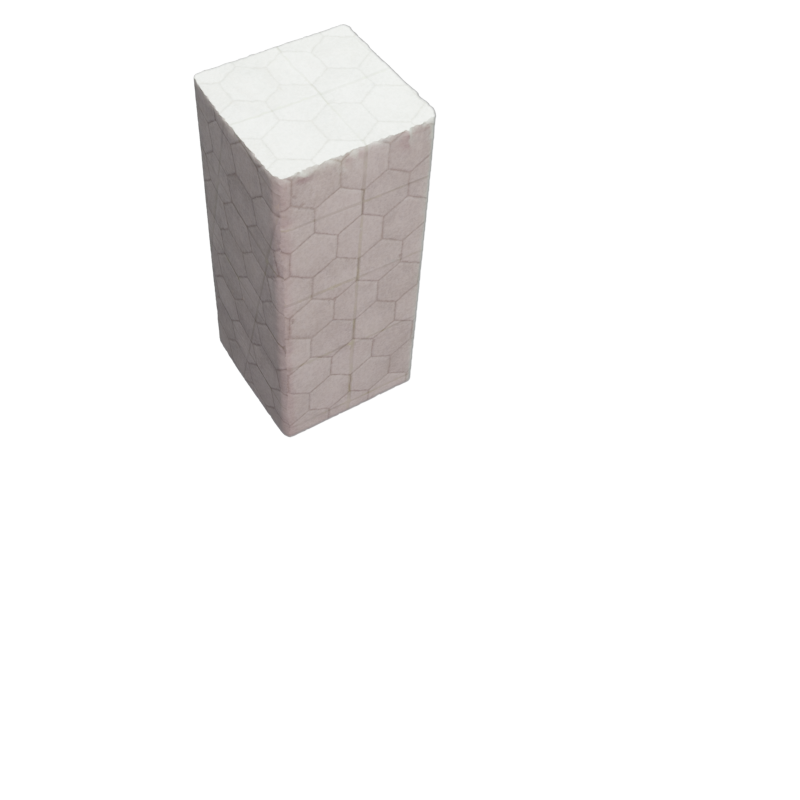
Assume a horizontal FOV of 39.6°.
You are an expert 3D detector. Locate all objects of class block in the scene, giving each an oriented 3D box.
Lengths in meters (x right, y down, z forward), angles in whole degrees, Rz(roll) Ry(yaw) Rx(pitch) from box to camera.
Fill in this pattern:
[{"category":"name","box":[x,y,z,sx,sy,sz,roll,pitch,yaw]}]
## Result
[{"category":"block","box":[-0.047,-0.086,0.606,0.090,0.097,0.192,-24,-34,-21]}]
